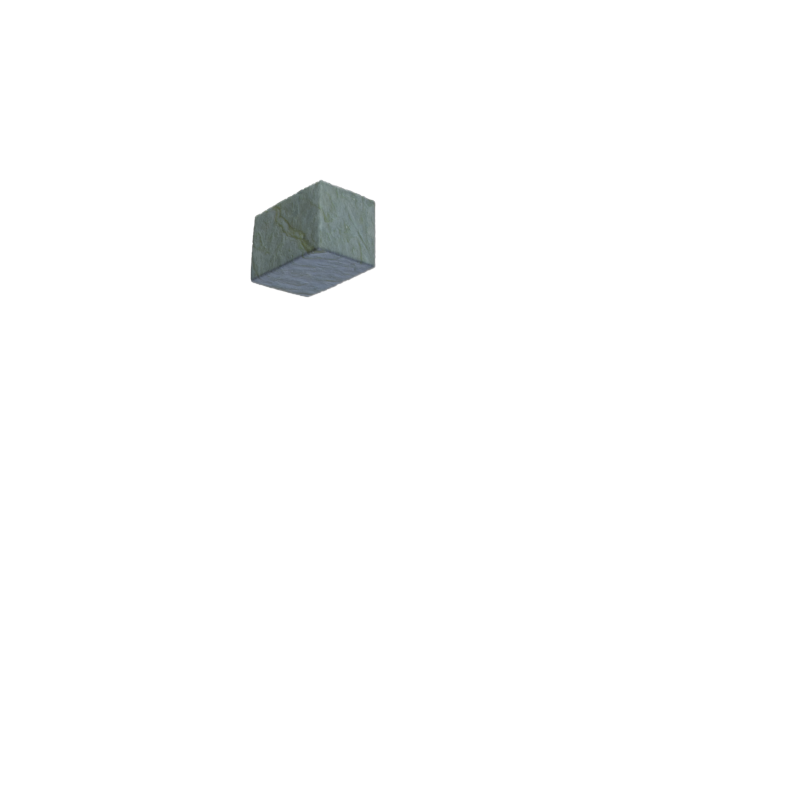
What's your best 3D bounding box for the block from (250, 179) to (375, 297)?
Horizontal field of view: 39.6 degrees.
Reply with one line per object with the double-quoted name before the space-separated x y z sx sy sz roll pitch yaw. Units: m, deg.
"block" -0.061 -0.111 0.776 0.050 0.054 0.079 17 -26 -40
